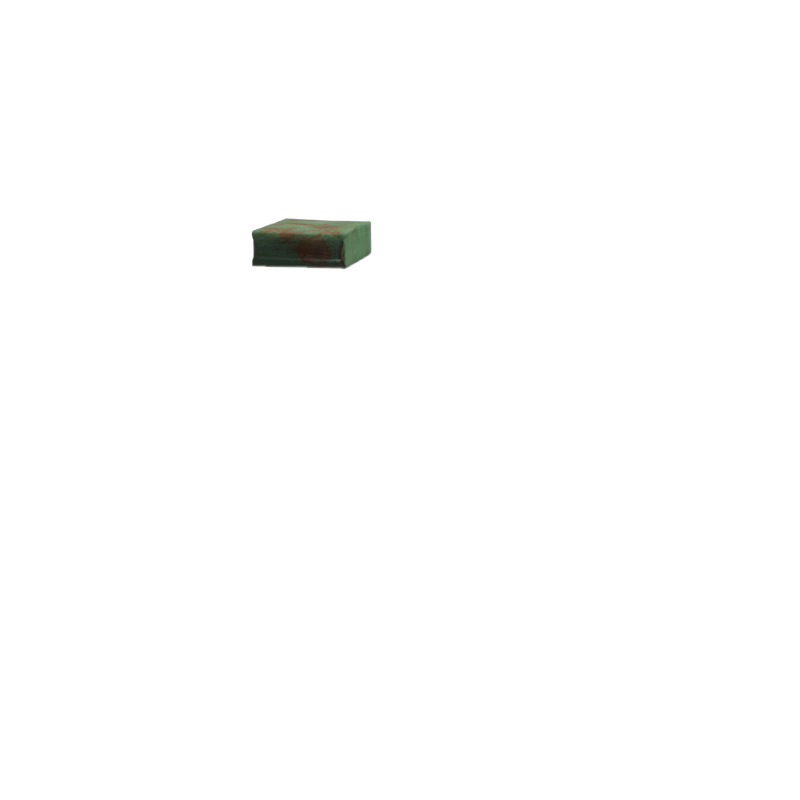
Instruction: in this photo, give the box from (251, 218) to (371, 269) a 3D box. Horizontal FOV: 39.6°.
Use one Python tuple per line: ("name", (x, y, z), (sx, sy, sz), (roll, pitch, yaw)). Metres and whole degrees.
("box", (-0.067, -0.122, 0.855), (0.075, 0.029, 0.090), (3, 15, 13))
